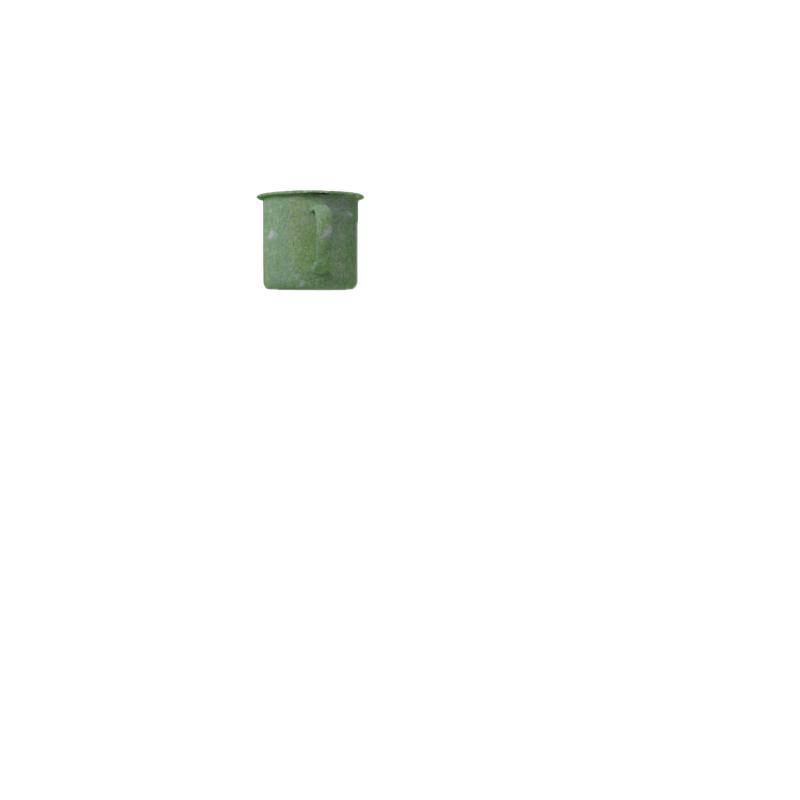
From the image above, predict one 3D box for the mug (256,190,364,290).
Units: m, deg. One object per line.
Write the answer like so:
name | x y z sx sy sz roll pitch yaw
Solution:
mug | -0.074 -0.135 0.944 0.091 0.082 0.119 0 2 -15
